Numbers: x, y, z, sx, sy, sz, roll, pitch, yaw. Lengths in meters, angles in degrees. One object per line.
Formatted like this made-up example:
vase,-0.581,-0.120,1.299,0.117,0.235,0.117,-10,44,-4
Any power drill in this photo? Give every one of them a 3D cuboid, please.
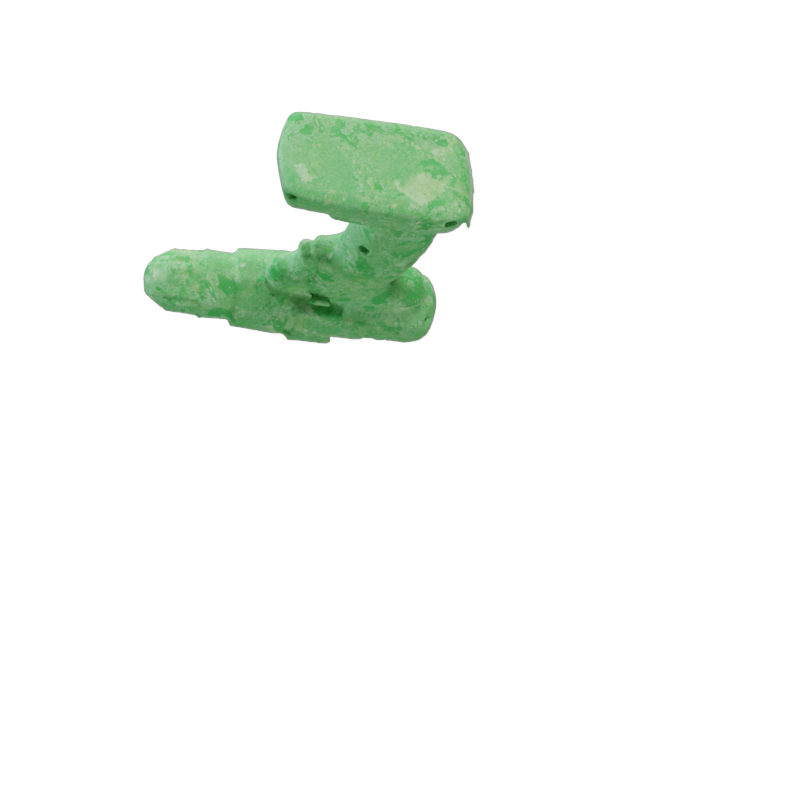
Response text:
power drill,-0.050,-0.091,0.639,0.181,0.060,0.181,5,-21,-13
